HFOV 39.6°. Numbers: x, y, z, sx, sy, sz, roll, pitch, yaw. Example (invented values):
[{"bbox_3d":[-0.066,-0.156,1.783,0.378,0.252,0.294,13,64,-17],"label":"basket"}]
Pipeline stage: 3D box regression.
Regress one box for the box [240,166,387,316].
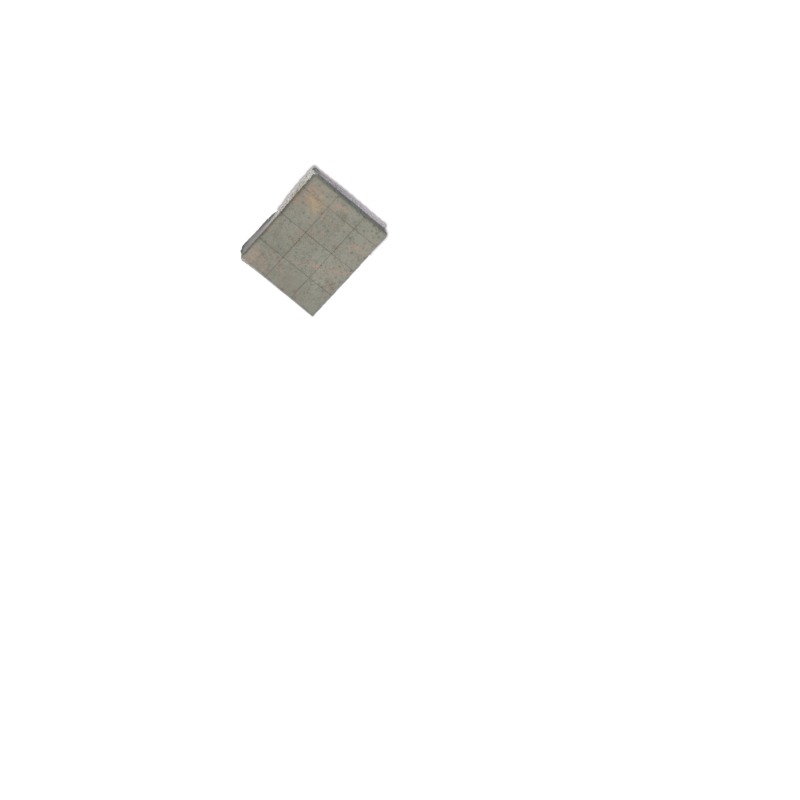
[{"bbox_3d":[-0.066,-0.119,0.836,0.071,0.088,0.032,39,16,-15],"label":"box"}]
